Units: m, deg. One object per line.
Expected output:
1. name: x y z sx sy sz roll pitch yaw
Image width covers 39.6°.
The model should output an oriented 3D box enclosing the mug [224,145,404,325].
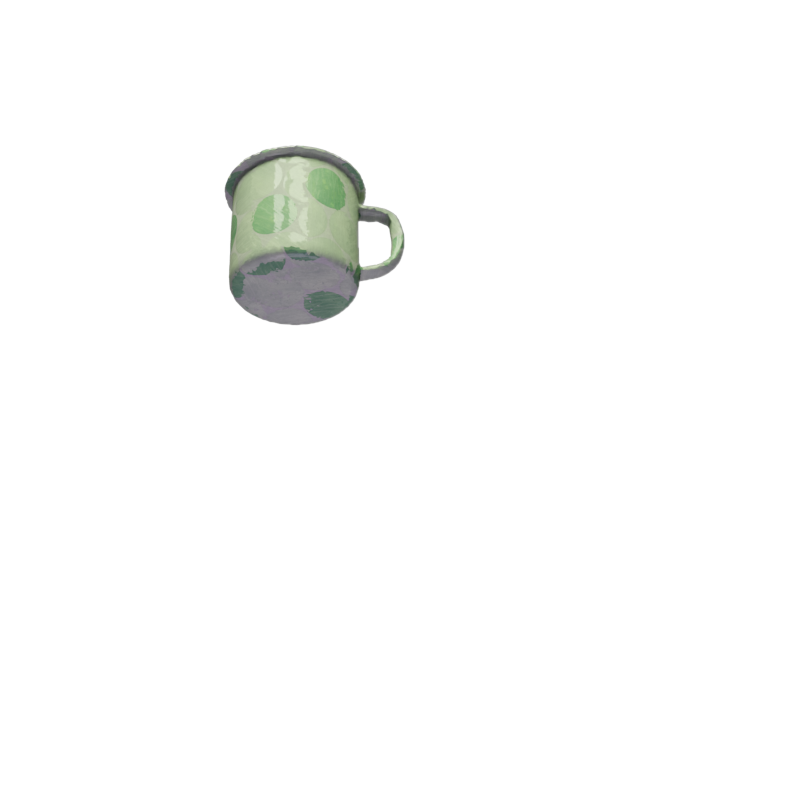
1. mug: -0.056 -0.101 0.710 0.116 0.087 0.088 3 -34 -6
